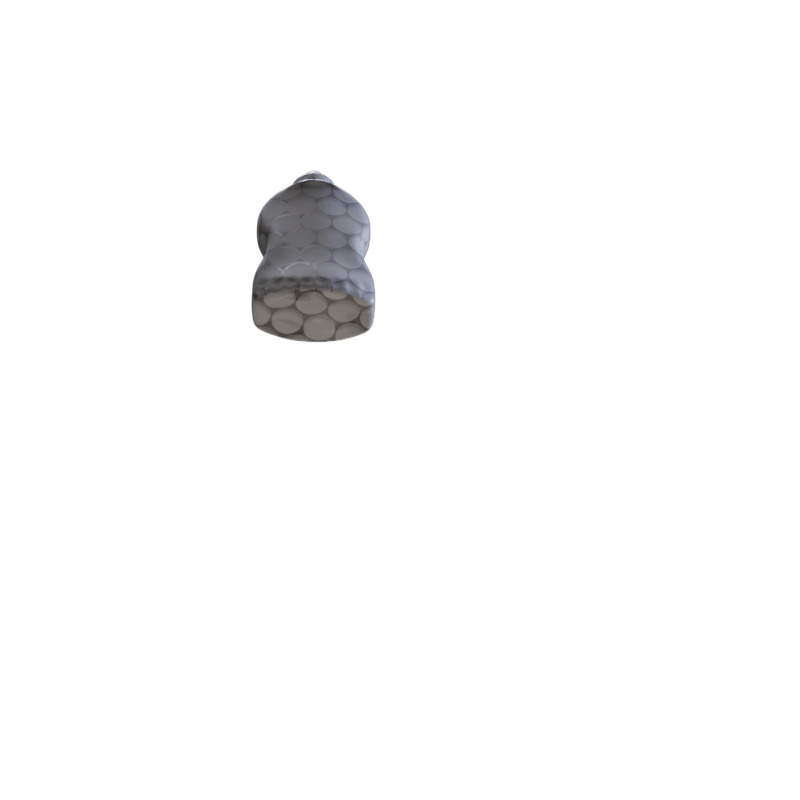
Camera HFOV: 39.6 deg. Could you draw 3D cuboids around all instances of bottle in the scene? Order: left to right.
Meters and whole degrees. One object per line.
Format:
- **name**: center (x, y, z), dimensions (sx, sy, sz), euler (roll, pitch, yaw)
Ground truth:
- **bottle**: center (-0.073, -0.132, 0.927), dimensions (0.096, 0.054, 0.206), euler (-1, 43, -3)
